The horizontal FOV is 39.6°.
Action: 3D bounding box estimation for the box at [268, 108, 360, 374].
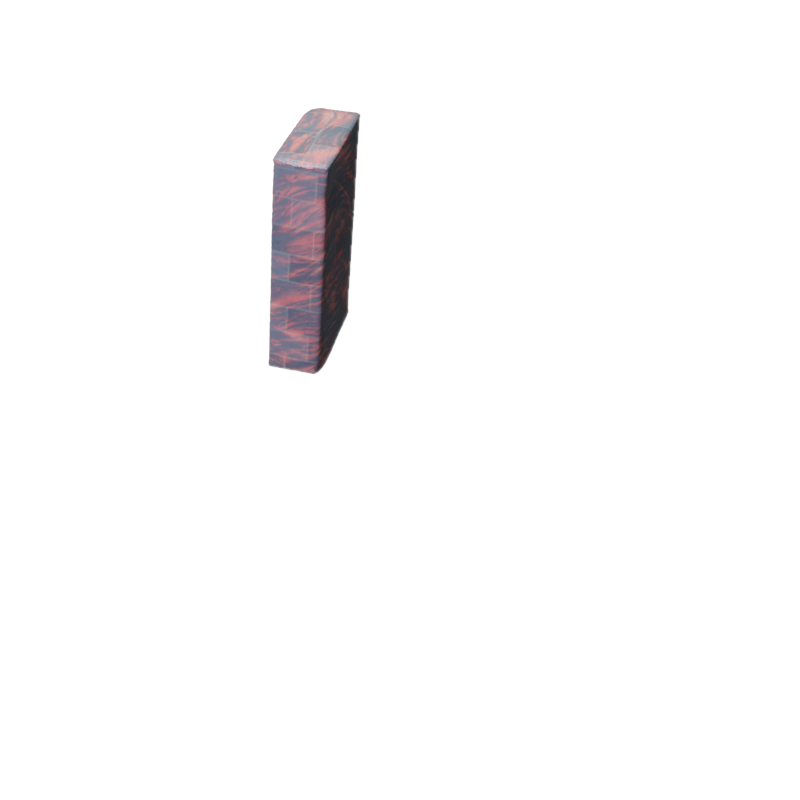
[{"bbox_3d":[-0.064,-0.116,0.814,0.049,0.165,0.098,9,34,9],"label":"box"}]
